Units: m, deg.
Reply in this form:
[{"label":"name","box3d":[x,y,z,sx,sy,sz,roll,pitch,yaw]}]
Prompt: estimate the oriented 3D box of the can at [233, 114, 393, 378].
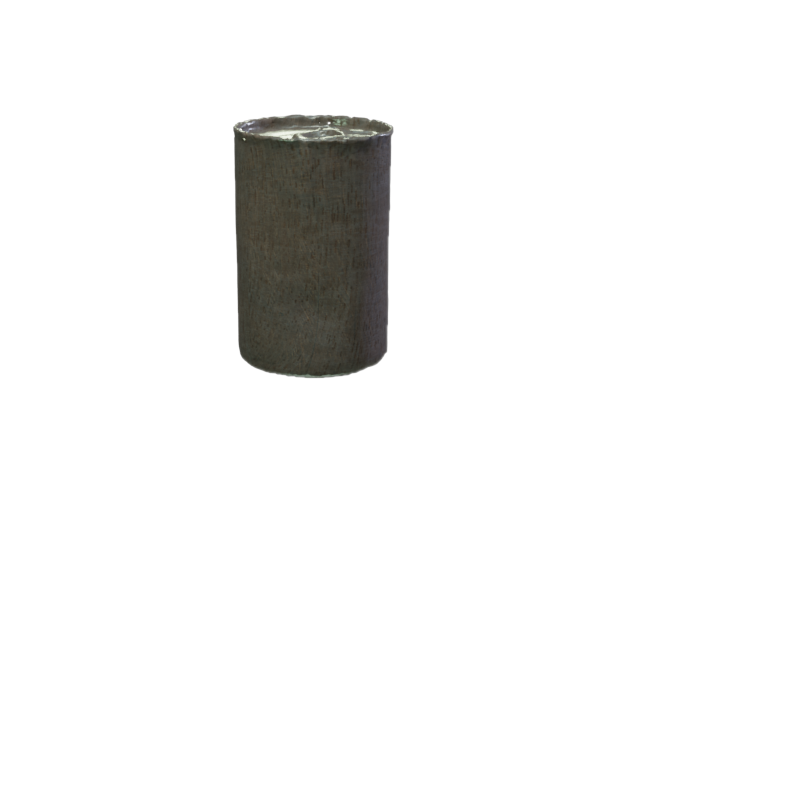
[{"label":"can","box3d":[-0.038,-0.069,0.482,0.068,0.099,0.071,0,17,-2]}]
